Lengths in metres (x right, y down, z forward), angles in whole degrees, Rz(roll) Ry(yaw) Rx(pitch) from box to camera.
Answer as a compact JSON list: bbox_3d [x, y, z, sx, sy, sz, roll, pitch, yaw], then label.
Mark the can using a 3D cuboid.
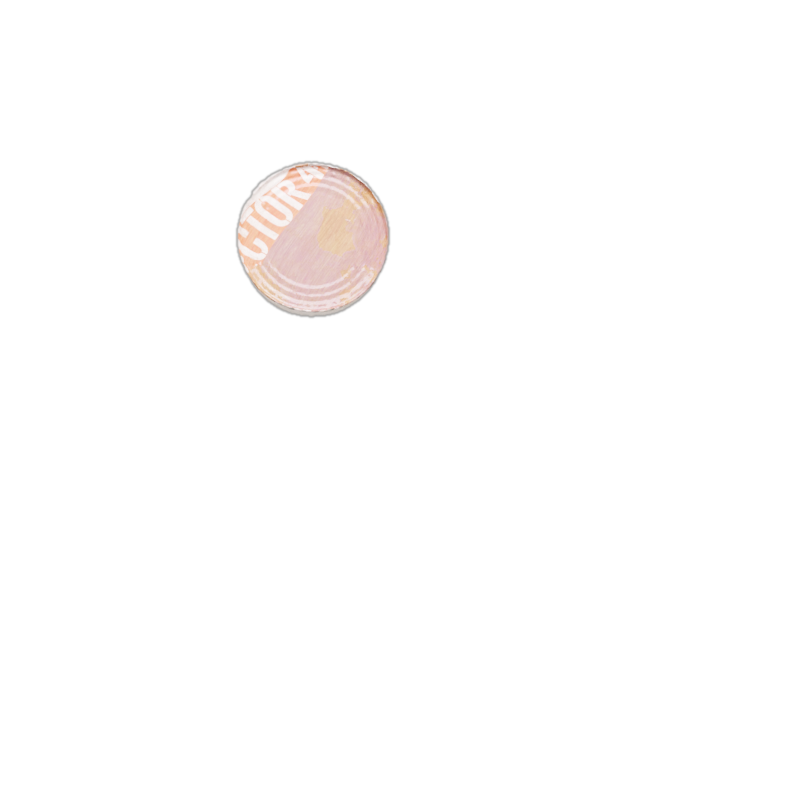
[{"bbox_3d":[-0.050,-0.091,0.638,0.086,0.088,0.033,0,-10,-1],"label":"can"}]
